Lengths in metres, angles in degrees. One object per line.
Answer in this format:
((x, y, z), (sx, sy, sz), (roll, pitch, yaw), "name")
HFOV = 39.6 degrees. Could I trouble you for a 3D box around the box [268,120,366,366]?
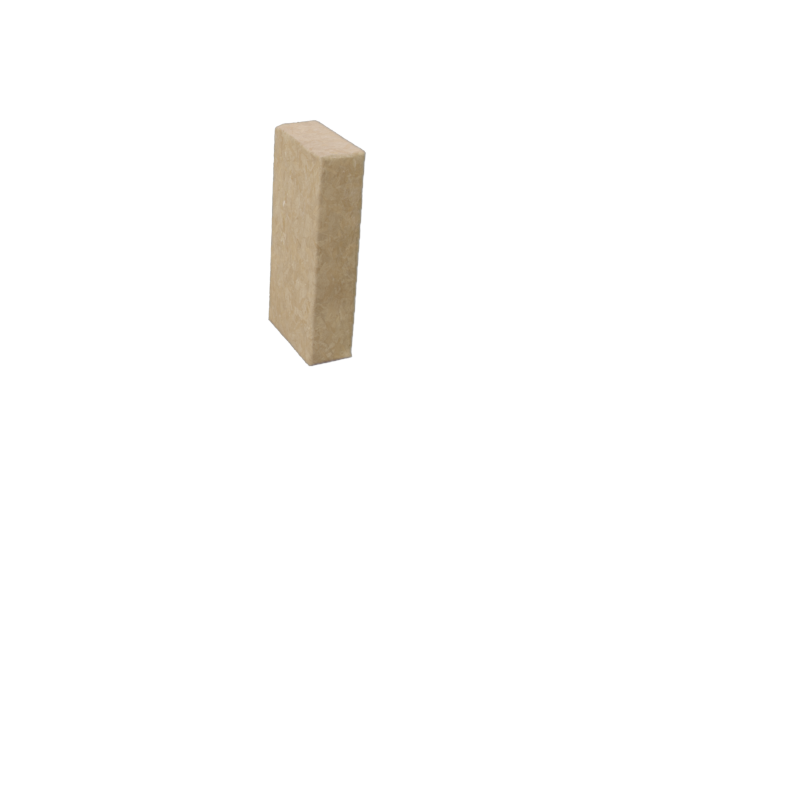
((-0.070, -0.127, 0.888), (0.047, 0.167, 0.100), (-10, 27, -25), "box")
